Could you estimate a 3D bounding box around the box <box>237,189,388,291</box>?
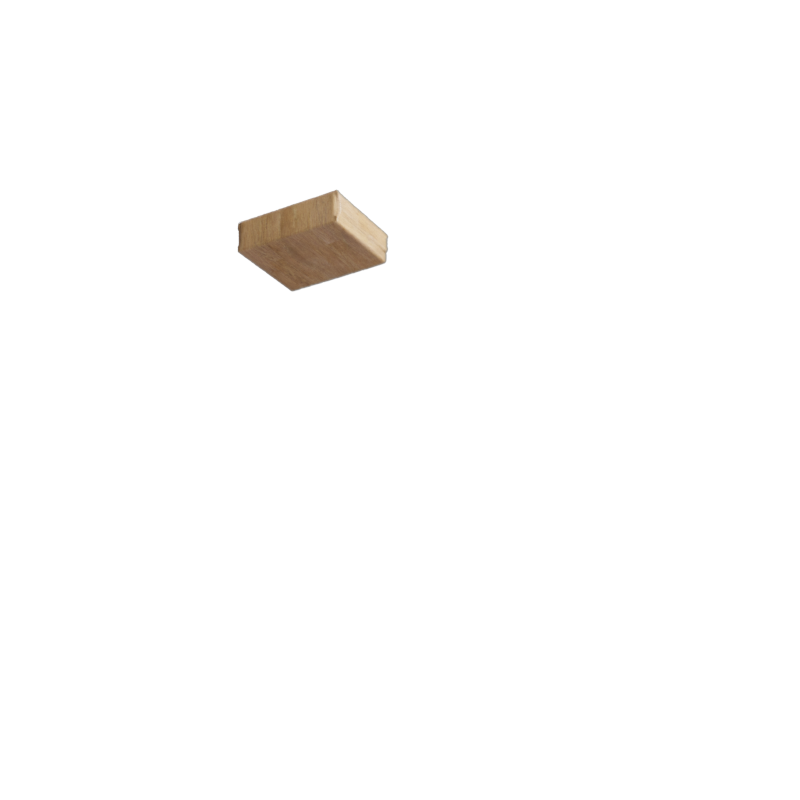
[{"bbox_3d":[-0.064,-0.118,0.825,0.090,0.032,0.068,-14,-28,28],"label":"box"}]
